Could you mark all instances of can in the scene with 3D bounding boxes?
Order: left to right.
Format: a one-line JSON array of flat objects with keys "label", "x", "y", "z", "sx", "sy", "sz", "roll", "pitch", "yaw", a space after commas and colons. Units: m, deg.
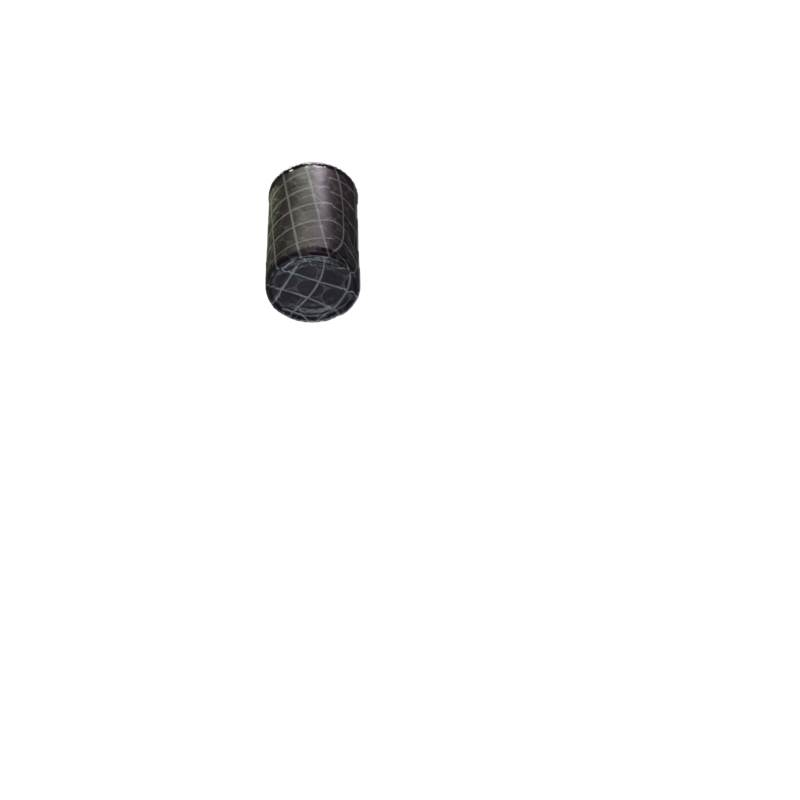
[{"label": "can", "x": -0.063, "y": -0.114, "z": 0.799, "sx": 0.068, "sy": 0.110, "sz": 0.064, "roll": -1, "pitch": -45, "yaw": -3}]
